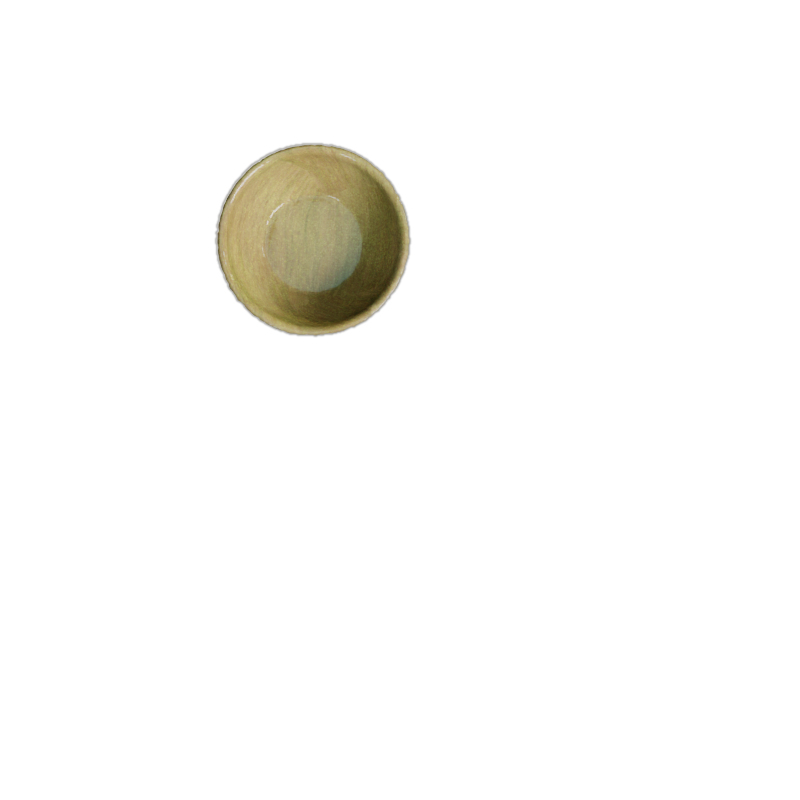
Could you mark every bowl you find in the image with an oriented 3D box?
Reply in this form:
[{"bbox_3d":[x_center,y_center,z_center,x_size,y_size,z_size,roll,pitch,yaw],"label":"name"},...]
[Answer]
[{"bbox_3d":[-0.074,-0.136,0.951,0.162,0.164,0.054,0,-4,0],"label":"bowl"}]
